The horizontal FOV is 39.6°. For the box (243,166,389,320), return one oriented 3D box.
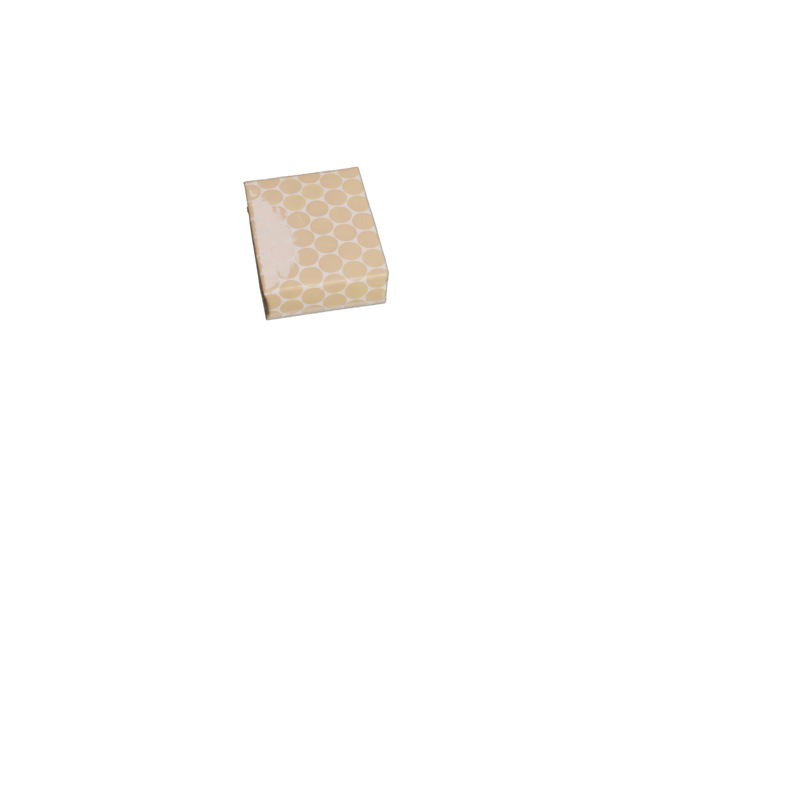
[{"bbox_3d":[-0.064,-0.116,0.816,0.089,0.123,0.036,-9,-39,-8],"label":"box"}]
